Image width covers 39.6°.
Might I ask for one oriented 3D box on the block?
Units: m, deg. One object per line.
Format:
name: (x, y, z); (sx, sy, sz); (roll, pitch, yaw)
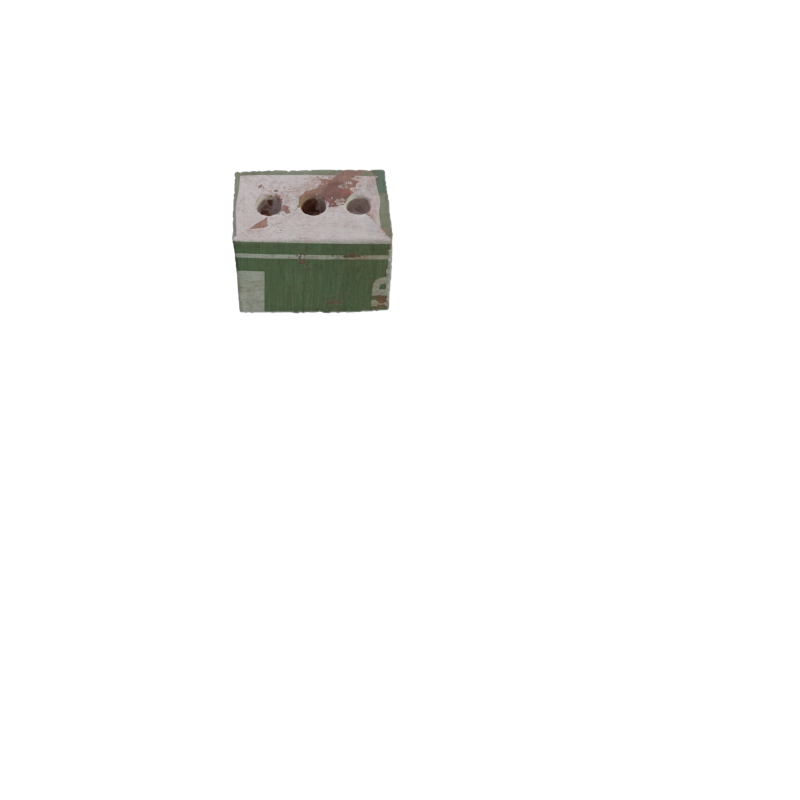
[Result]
block: (-0.043, -0.079, 0.555); (0.078, 0.057, 0.048); (-1, -42, -3)
